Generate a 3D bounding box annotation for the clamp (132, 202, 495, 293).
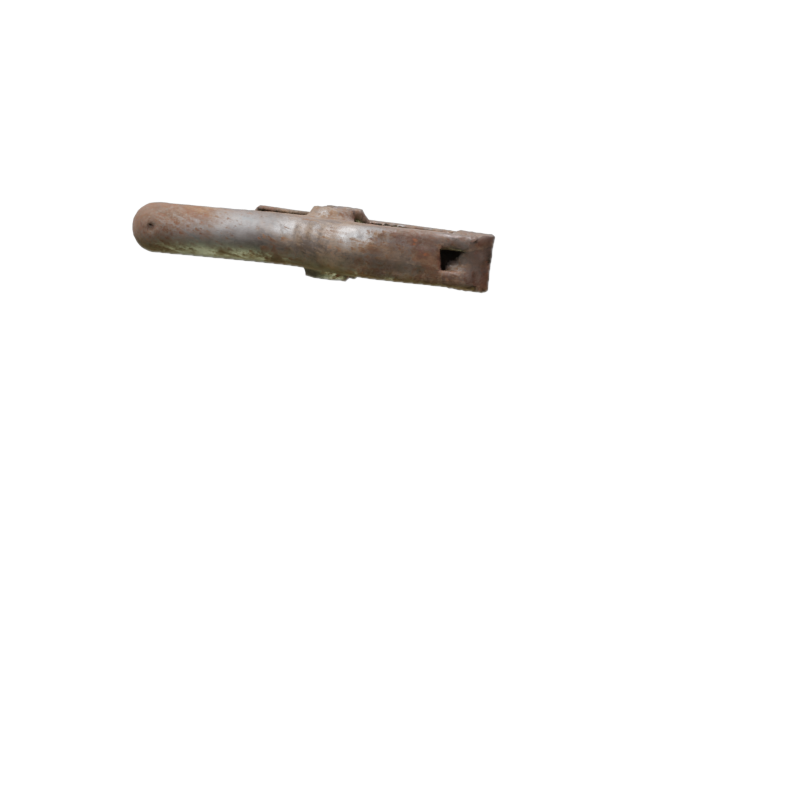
[{"bbox_3d":[-0.043,-0.078,0.543,0.179,0.038,0.118,11,17,35],"label":"clamp"}]
